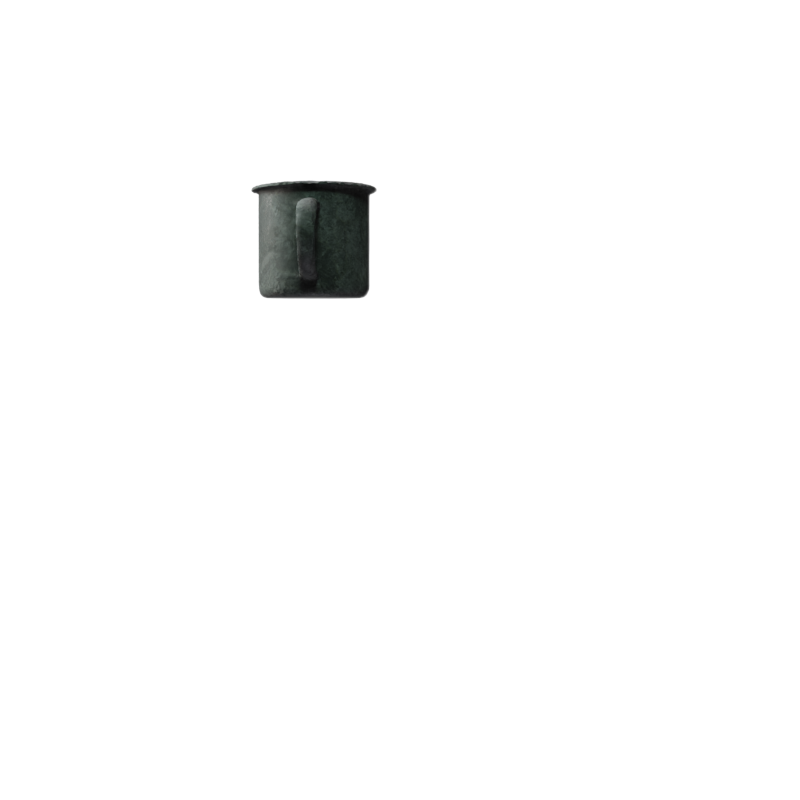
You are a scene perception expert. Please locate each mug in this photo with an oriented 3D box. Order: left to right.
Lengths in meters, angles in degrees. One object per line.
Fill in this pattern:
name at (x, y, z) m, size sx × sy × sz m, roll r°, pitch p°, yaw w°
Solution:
mug at (-0.063, -0.115, 0.808) m, size 0.093 × 0.082 × 0.117 m, roll 0°, pitch 1°, yaw -1°
